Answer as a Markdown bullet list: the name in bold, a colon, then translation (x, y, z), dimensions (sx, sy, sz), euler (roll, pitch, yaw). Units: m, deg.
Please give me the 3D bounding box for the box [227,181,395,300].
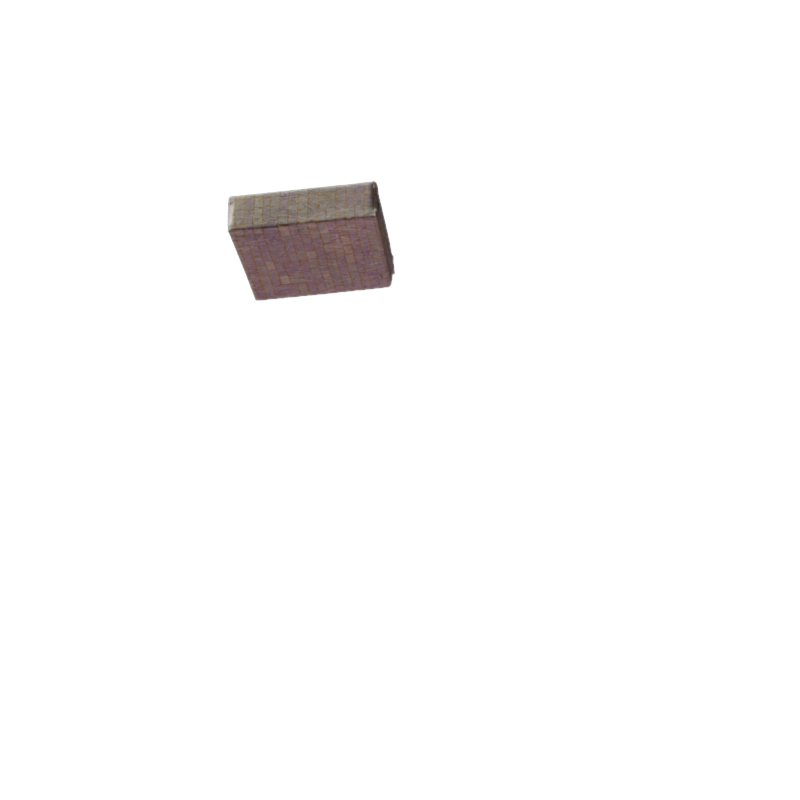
- **box**: translation (-0.052, -0.095, 0.663), dimensions (0.090, 0.032, 0.068), euler (-5, -32, 8)
